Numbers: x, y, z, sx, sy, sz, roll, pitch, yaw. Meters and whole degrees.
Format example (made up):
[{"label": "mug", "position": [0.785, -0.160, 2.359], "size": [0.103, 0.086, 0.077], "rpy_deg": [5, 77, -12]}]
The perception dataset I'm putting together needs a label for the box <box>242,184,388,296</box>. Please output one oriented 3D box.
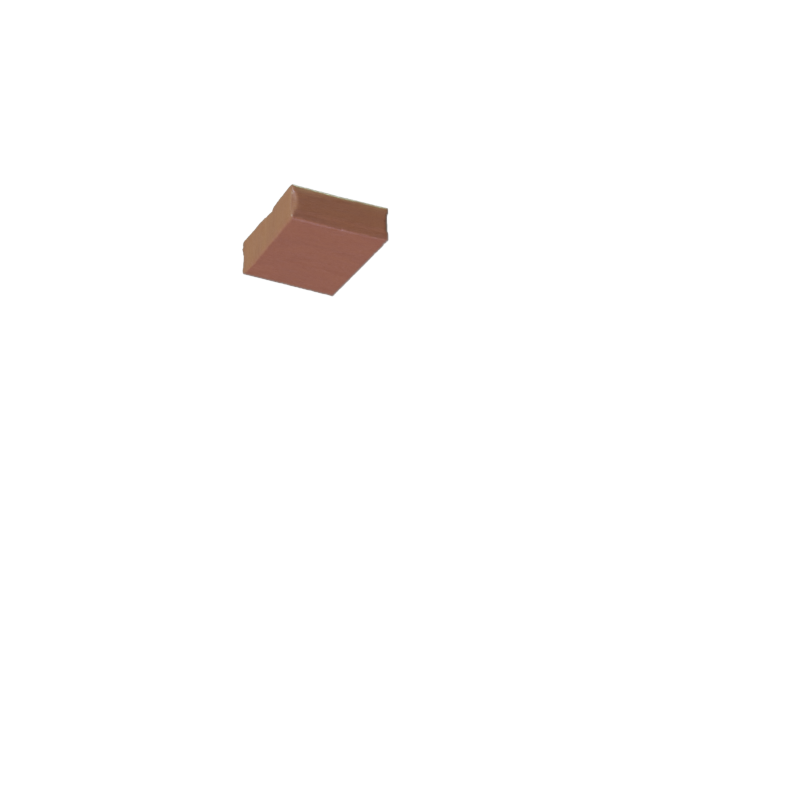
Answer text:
[{"label": "box", "position": [-0.060, -0.110, 0.771], "size": [0.070, 0.032, 0.087], "rpy_deg": [12, -28, -25]}]
